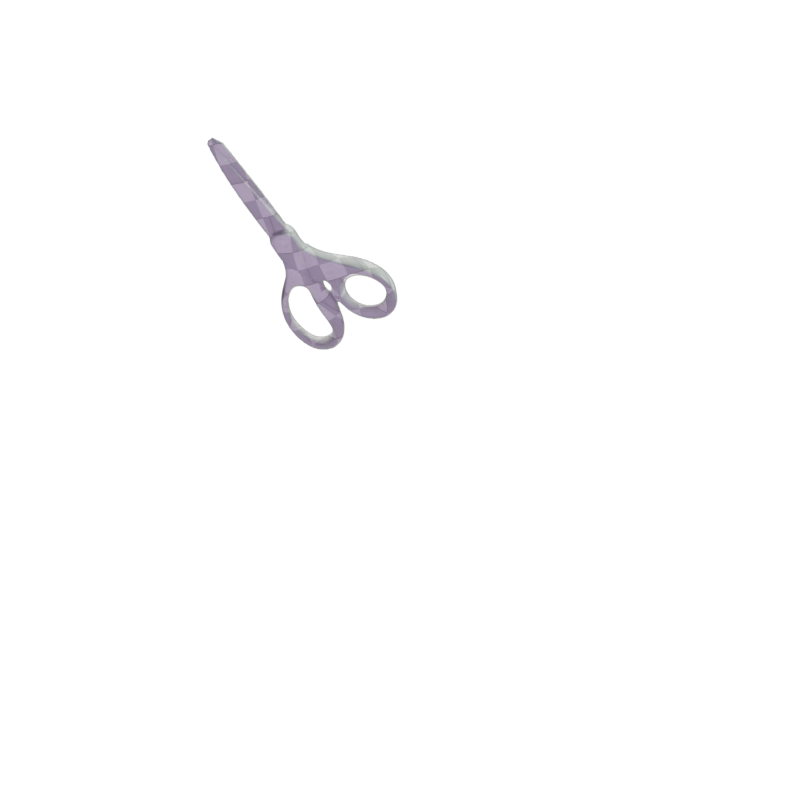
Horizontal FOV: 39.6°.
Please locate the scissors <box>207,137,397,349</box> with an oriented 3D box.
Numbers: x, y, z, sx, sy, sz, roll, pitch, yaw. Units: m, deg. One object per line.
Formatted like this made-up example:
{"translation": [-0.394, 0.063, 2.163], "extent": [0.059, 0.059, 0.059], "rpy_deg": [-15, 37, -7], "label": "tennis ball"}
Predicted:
{"translation": [-0.062, -0.113, 0.790], "extent": [0.097, 0.186, 0.017], "rpy_deg": [-9, 41, 8], "label": "scissors"}
